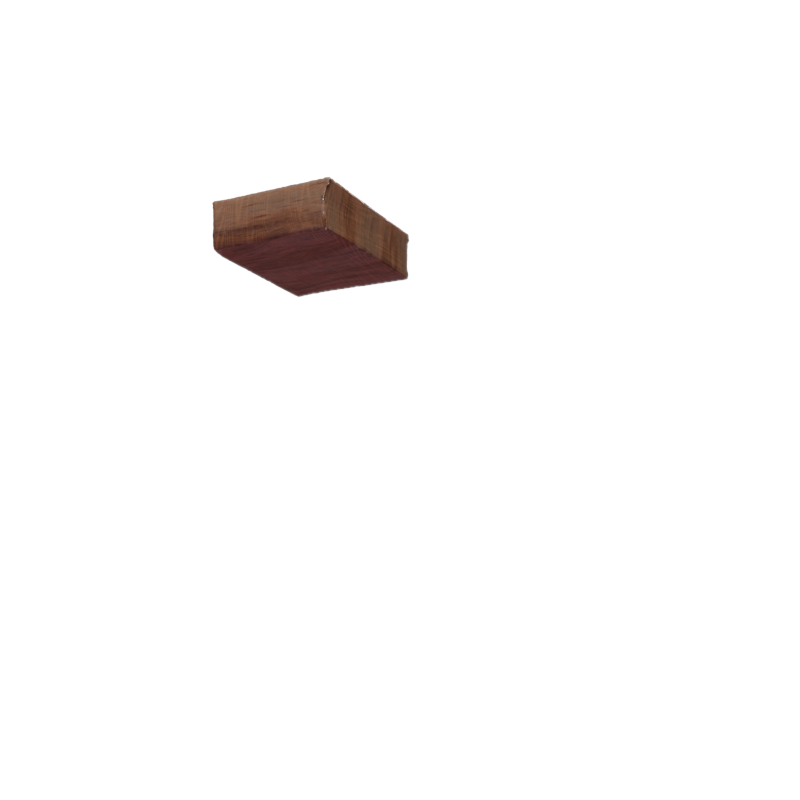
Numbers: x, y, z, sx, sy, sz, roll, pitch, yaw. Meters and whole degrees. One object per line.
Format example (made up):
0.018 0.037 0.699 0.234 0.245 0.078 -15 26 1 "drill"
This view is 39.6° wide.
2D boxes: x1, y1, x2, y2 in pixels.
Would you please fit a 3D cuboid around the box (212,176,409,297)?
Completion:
-0.058 -0.105 0.737 0.092 0.040 0.107 -7 -15 28 "box"
